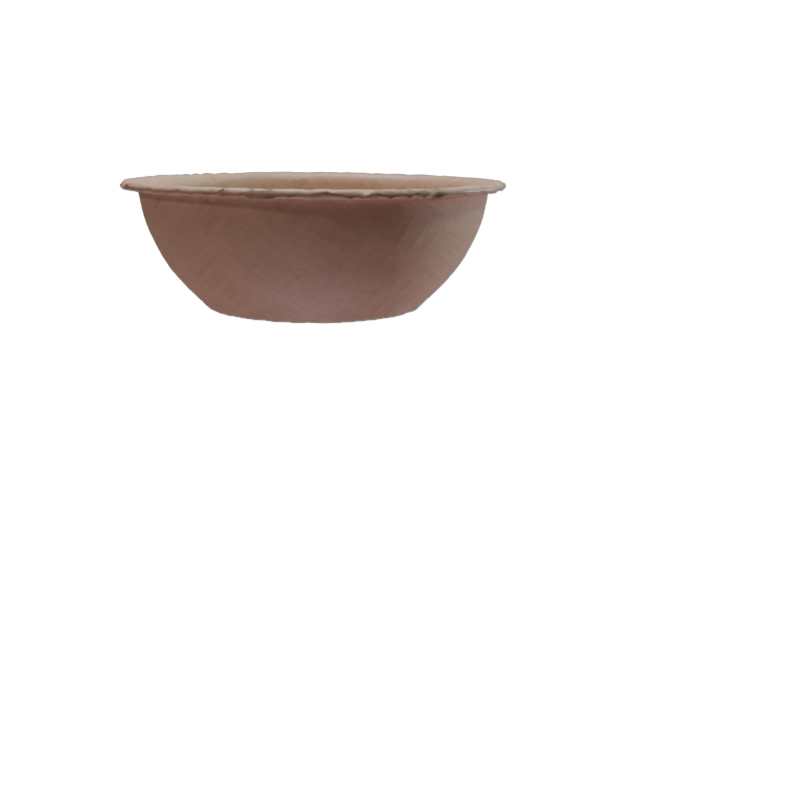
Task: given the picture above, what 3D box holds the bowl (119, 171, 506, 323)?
[{"bbox_3d":[-0.037,-0.068,0.473,0.162,0.054,0.166,0,13,-2],"label":"bowl"}]
